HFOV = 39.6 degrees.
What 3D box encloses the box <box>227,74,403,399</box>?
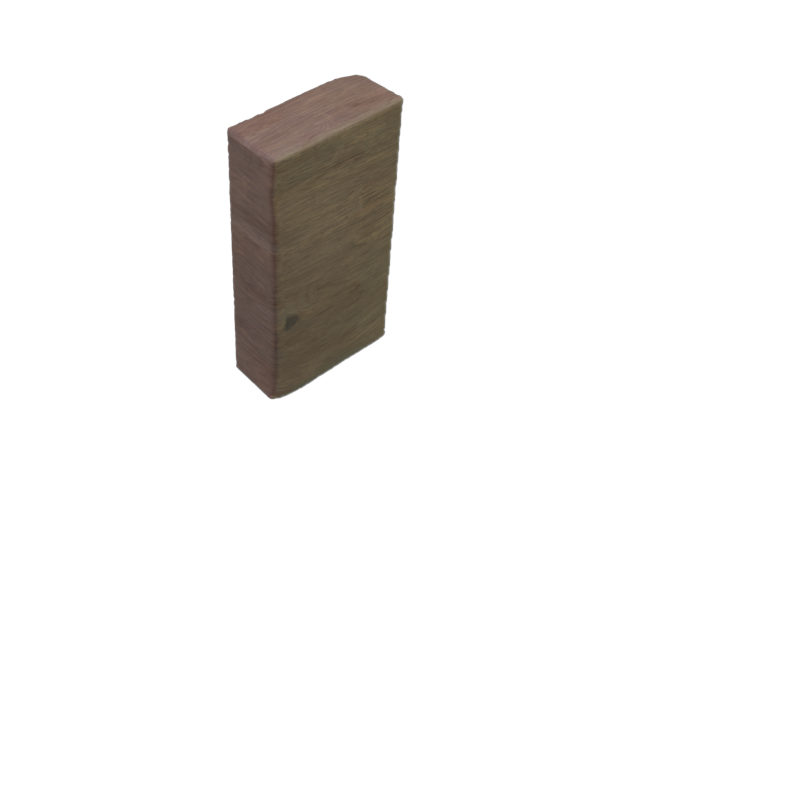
[{"bbox_3d":[-0.049,-0.090,0.628,0.093,0.164,0.051,-31,52,-33],"label":"box"}]
